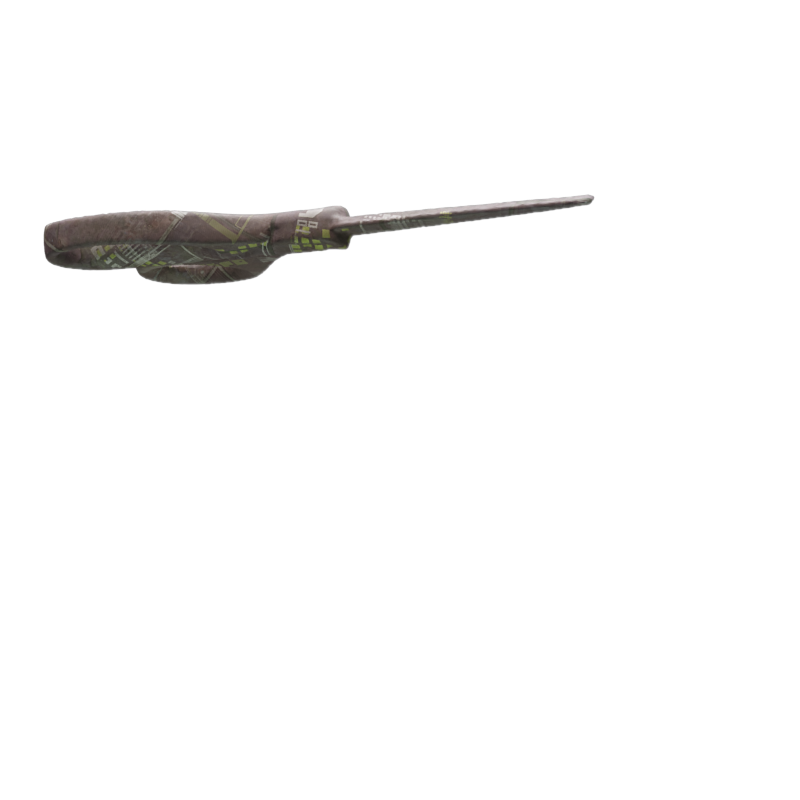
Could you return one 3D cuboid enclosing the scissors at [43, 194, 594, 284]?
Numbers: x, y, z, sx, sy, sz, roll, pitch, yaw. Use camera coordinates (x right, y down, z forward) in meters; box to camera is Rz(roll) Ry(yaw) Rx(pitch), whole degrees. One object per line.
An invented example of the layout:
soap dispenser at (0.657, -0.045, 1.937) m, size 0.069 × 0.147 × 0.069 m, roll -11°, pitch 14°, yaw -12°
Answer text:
scissors at (-0.033, -0.060, 0.417) m, size 0.204 × 0.016 × 0.093 m, roll -1°, pitch -4°, yaw 10°
